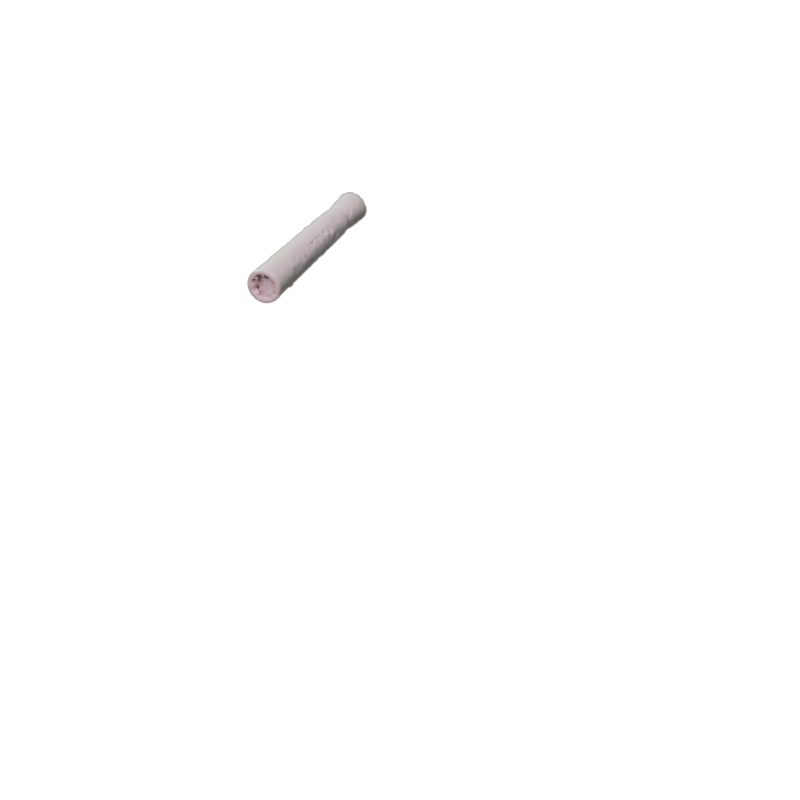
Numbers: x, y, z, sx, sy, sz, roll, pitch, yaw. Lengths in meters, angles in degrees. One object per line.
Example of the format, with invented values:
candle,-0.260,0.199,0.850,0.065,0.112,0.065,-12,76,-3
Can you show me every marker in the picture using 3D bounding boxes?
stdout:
marker,-0.048,-0.087,0.608,0.020,0.019,0.124,1,29,23
